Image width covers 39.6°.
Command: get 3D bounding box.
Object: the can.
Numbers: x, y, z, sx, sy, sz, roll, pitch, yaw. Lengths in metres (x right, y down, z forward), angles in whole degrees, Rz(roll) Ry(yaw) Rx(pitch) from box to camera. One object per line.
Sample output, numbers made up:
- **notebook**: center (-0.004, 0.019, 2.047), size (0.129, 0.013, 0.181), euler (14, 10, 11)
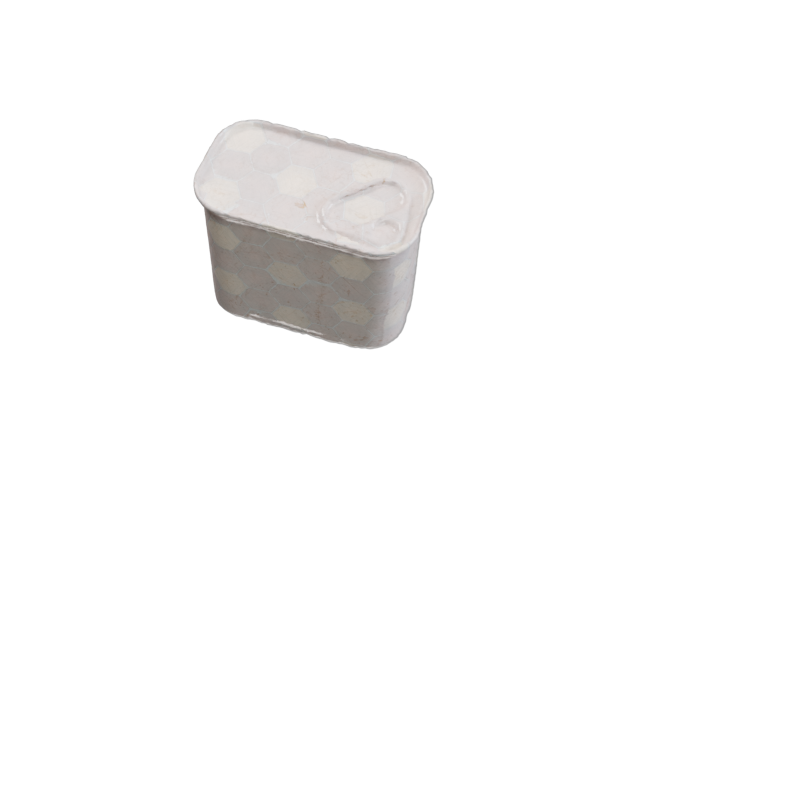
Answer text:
- **can**: center (-0.040, -0.073, 0.513), size (0.104, 0.060, 0.078), euler (16, -33, 9)
